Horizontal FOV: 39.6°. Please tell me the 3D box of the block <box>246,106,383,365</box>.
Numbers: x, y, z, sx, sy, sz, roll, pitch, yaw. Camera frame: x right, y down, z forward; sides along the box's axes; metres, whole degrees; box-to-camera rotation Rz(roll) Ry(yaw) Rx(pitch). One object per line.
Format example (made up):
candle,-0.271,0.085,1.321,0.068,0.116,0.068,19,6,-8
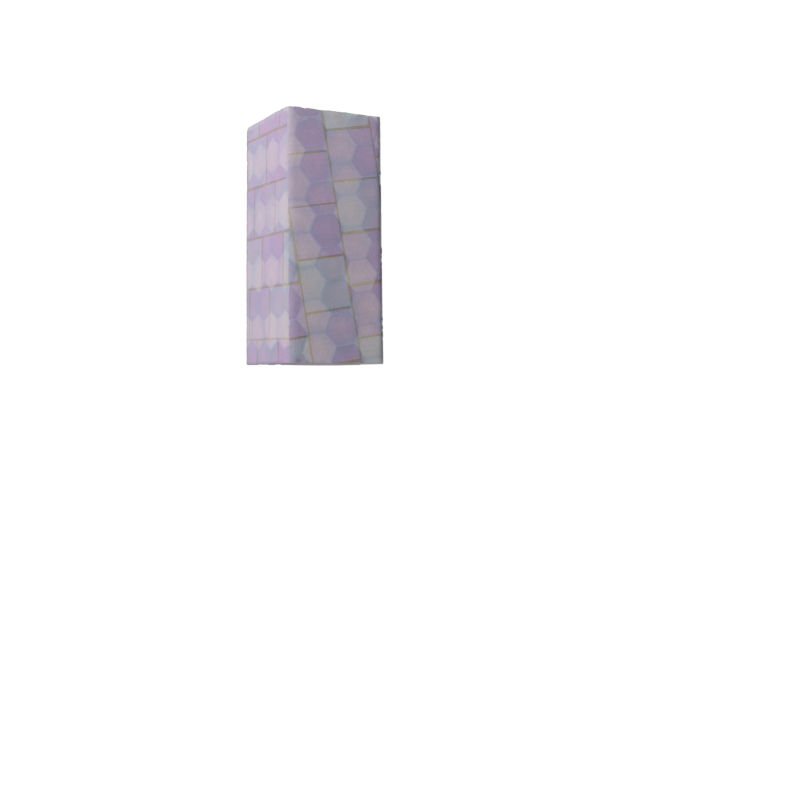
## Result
block,-0.074,-0.134,0.935,0.087,0.210,0.092,3,-7,-28
